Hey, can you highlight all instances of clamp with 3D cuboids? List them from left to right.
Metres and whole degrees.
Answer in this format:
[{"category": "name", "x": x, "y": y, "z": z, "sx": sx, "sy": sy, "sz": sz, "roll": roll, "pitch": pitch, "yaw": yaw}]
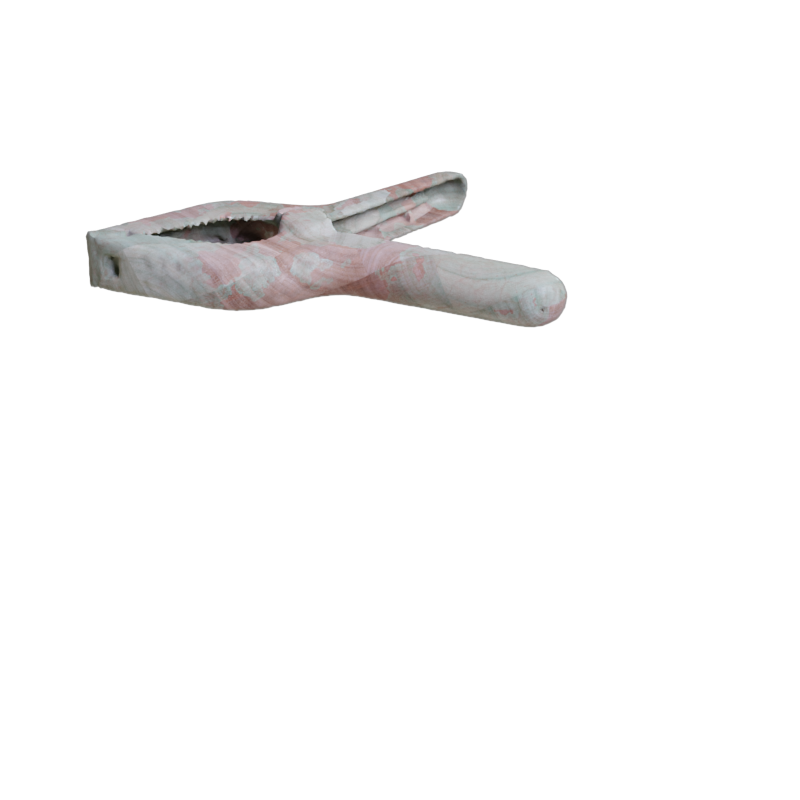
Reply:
[{"category": "clamp", "x": -0.042, "y": -0.076, "z": 0.535, "sx": 0.209, "sy": 0.035, "sz": 0.174, "roll": -1, "pitch": 26, "yaw": -3}]
